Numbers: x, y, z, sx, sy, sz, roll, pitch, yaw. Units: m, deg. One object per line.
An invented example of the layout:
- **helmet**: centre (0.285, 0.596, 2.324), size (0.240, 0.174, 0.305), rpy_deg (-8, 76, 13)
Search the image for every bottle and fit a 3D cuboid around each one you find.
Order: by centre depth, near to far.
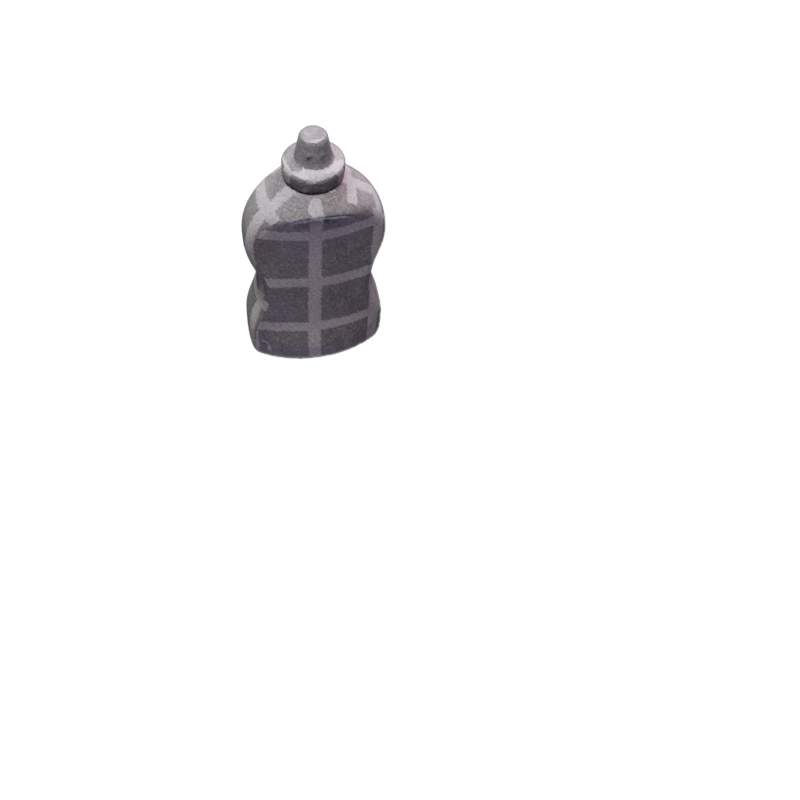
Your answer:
- **bottle**: centre (-0.059, -0.108, 0.753), size (0.095, 0.063, 0.179), rpy_deg (-6, -38, -8)
